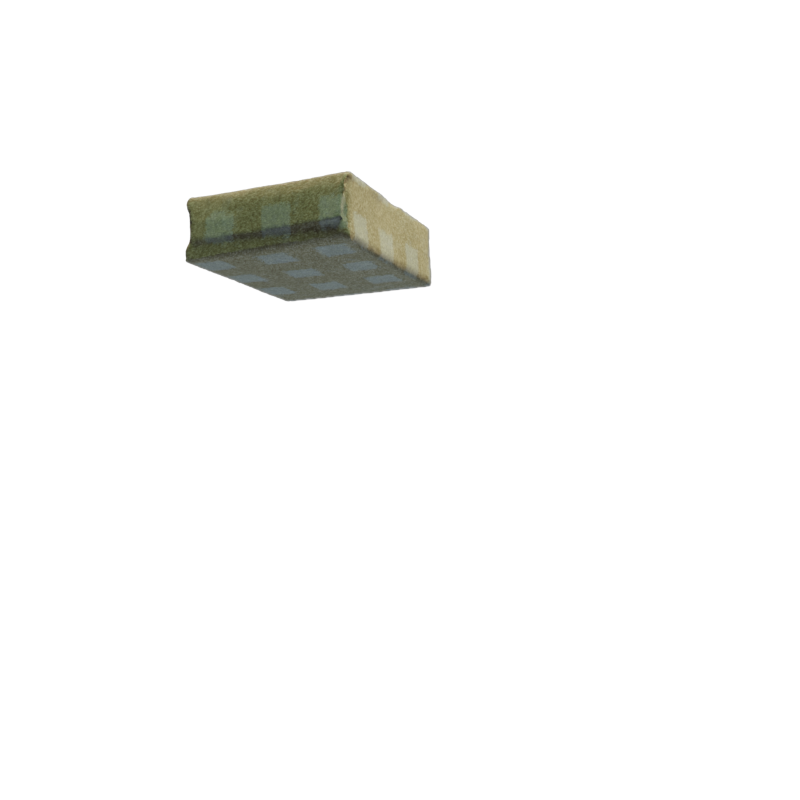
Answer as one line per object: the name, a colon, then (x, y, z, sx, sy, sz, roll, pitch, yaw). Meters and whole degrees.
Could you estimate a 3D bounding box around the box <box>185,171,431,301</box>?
box: (-0.037, -0.067, 0.467, 0.075, 0.031, 0.084, -5, -10, 25)
